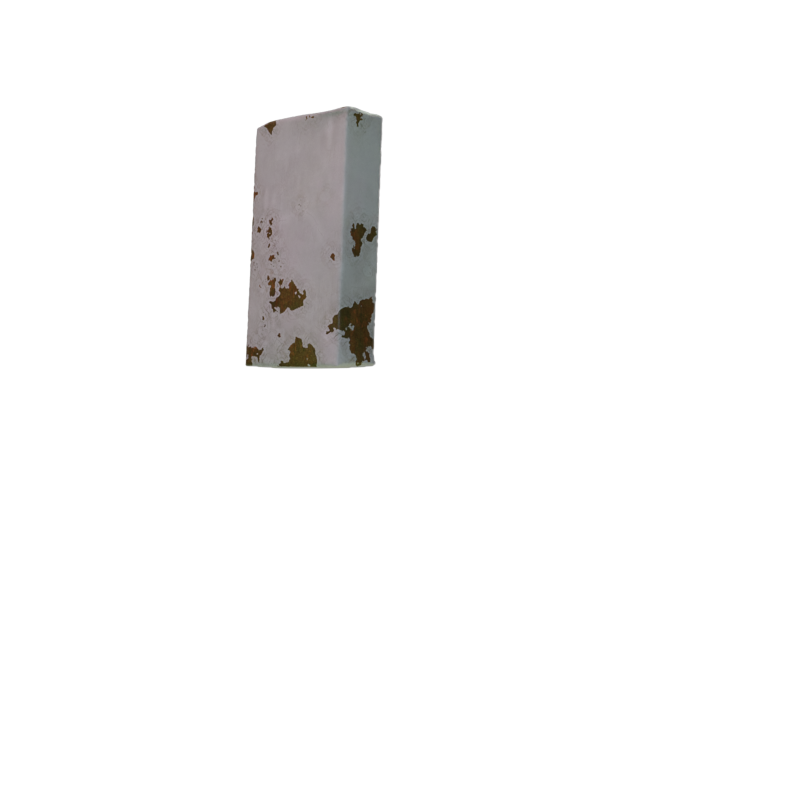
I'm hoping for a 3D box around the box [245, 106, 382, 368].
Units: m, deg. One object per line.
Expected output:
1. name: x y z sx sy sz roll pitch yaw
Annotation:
1. box: -0.061 -0.111 0.775 0.096 0.179 0.046 -5 -7 41
